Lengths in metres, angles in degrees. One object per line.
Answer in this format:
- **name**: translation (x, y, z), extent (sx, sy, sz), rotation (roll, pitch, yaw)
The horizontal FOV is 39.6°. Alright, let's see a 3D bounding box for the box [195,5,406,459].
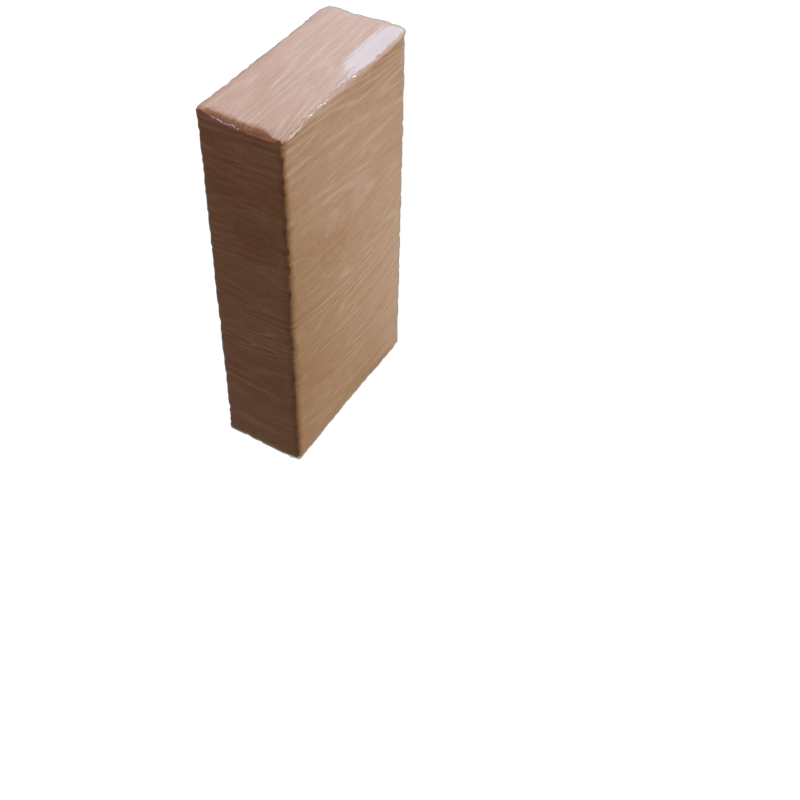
- **box**: translation (-0.037, -0.068, 0.475), extent (0.050, 0.164, 0.096), rotation (24, 49, 18)
